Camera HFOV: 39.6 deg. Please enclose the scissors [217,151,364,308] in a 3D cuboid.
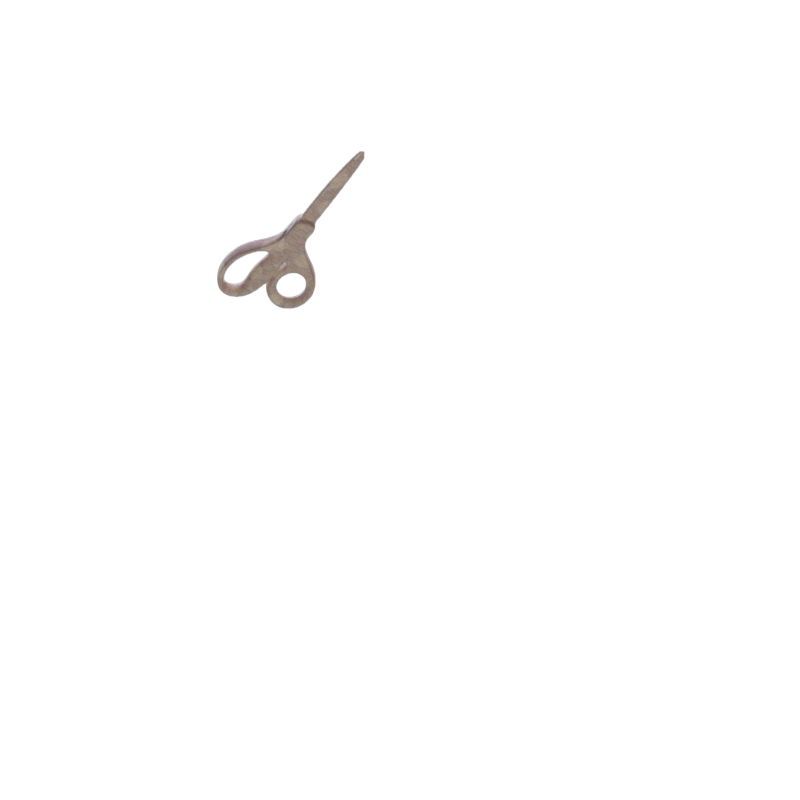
[{"bbox_3d":[-0.075,-0.137,0.961,0.201,0.017,0.090,-30,-48,31],"label":"scissors"}]
